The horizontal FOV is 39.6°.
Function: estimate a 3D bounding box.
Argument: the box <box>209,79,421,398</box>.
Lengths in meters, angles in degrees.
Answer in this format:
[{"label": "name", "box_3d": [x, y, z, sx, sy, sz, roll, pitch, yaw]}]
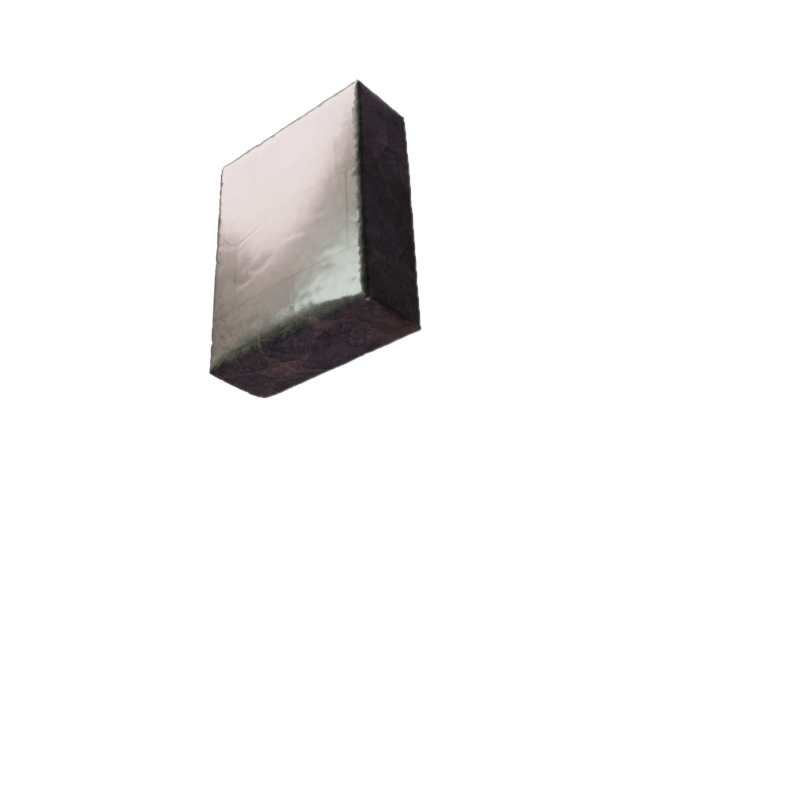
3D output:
[{"label": "box", "box_3d": [-0.070, -0.128, 0.893, 0.164, 0.229, 0.067, -26, -40, 31]}]
